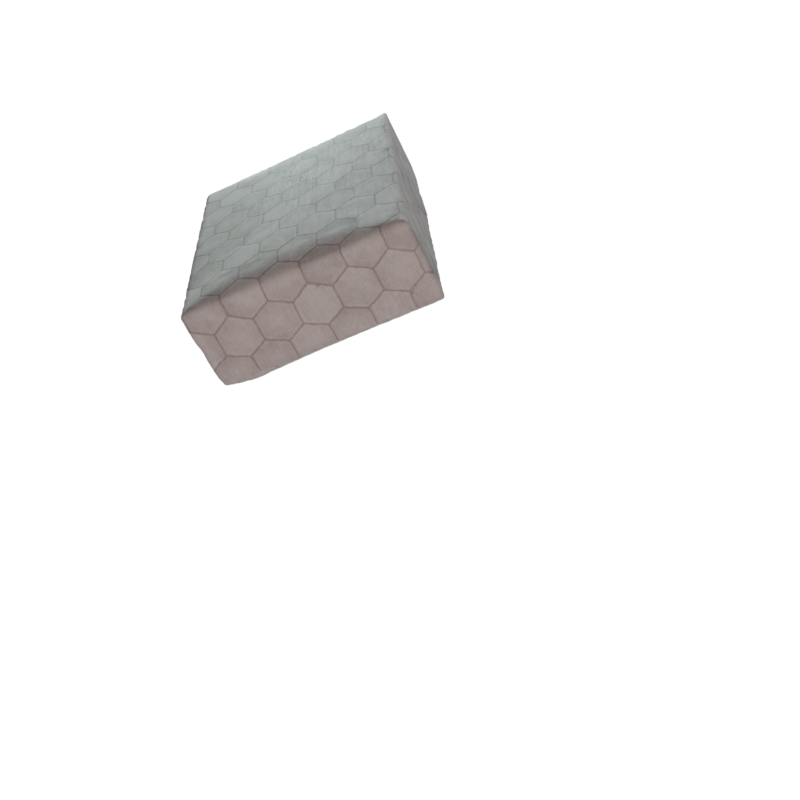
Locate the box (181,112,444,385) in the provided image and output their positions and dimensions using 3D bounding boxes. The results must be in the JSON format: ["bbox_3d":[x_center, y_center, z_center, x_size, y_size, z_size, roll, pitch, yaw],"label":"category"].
[{"bbox_3d":[-0.064,-0.116,0.812,0.164,0.067,0.227,-23,29,10],"label":"box"}]
